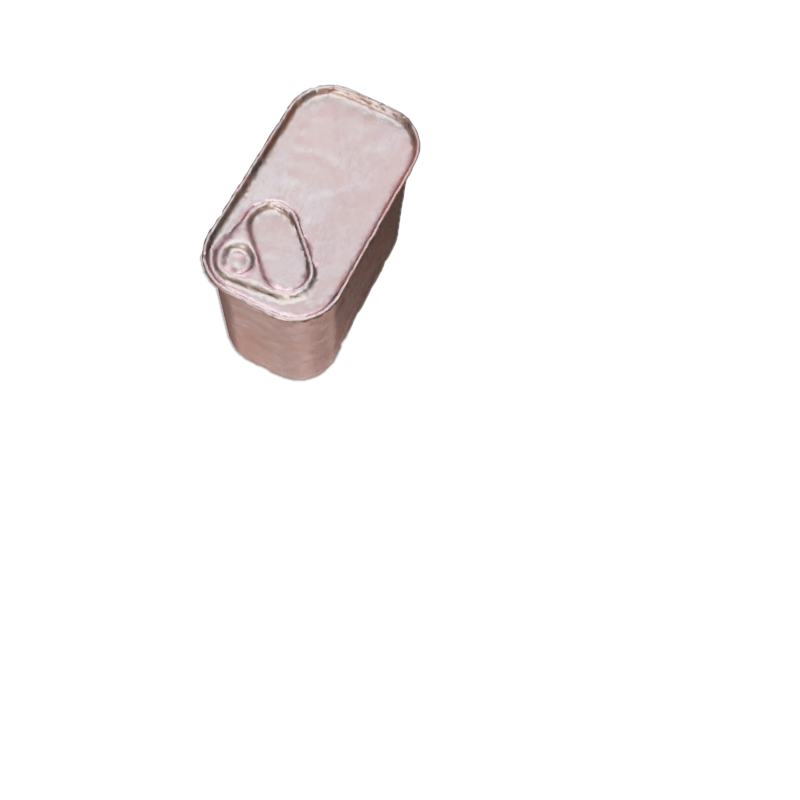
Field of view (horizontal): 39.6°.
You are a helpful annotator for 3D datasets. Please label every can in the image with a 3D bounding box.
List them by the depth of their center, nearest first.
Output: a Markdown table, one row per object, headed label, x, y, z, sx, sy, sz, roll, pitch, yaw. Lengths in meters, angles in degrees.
| label | x | y | z | sx | sy | sz | roll | pitch | yaw |
| --- | --- | --- | --- | --- | --- | --- | --- | --- | --- |
| can | -0.037 | -0.067 | 0.467 | 0.059 | 0.105 | 0.080 | 25 | -20 | 6 |
